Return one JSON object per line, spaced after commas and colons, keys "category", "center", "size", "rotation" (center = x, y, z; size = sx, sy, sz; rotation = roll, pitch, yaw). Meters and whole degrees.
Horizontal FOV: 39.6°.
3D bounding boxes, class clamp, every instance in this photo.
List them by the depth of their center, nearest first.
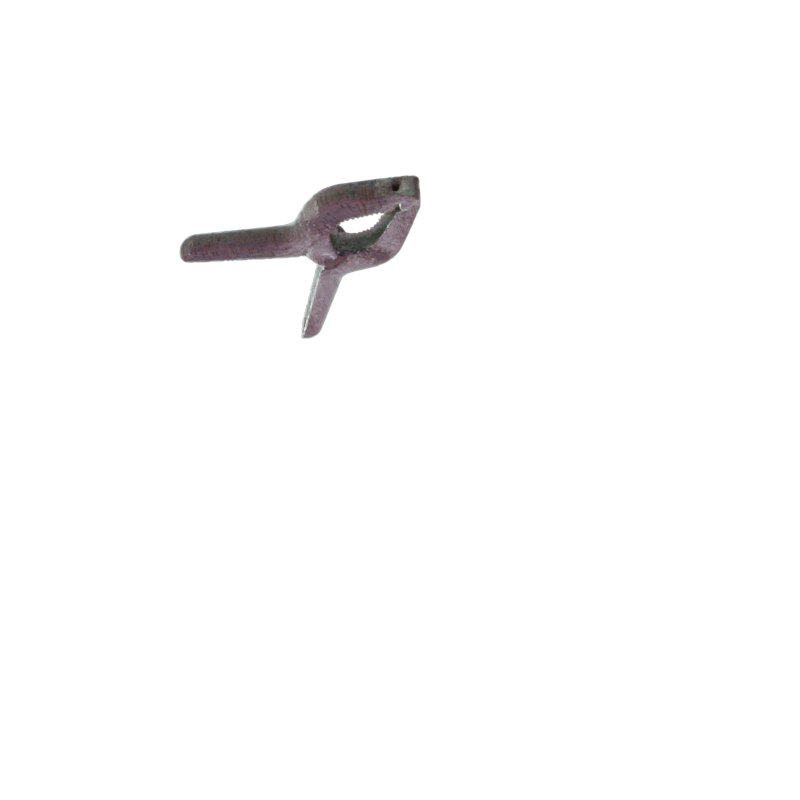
{"category": "clamp", "center": [-0.074, -0.135, 0.943], "size": [0.155, 0.039, 0.208], "rotation": [28, -45, -33]}
